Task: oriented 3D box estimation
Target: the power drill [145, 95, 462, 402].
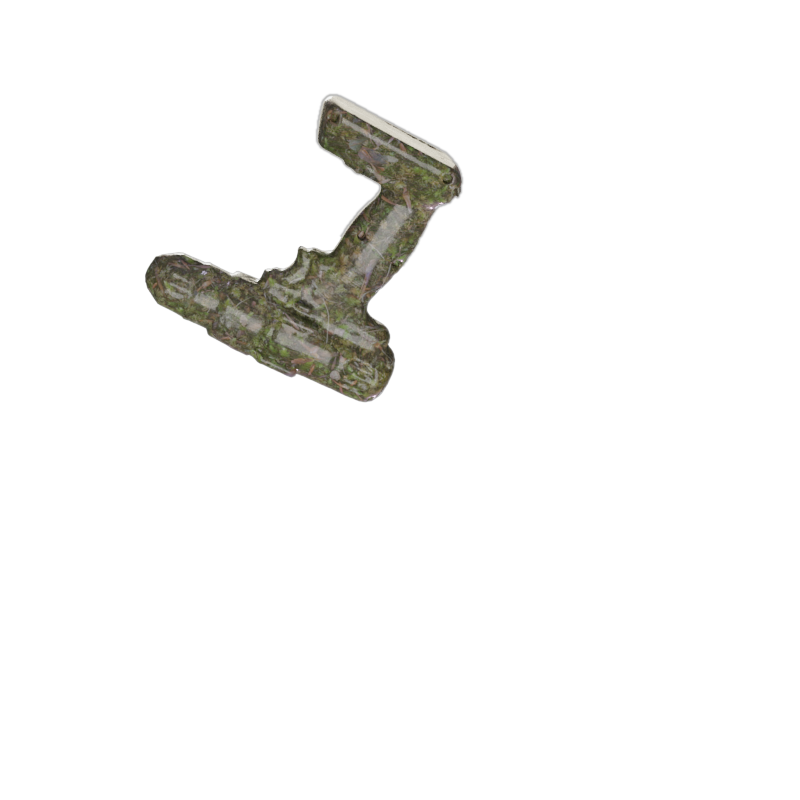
[{"bbox_3d":[-0.059,-0.107,0.751,0.181,0.183,0.060,26,19,-10],"label":"power drill"}]
